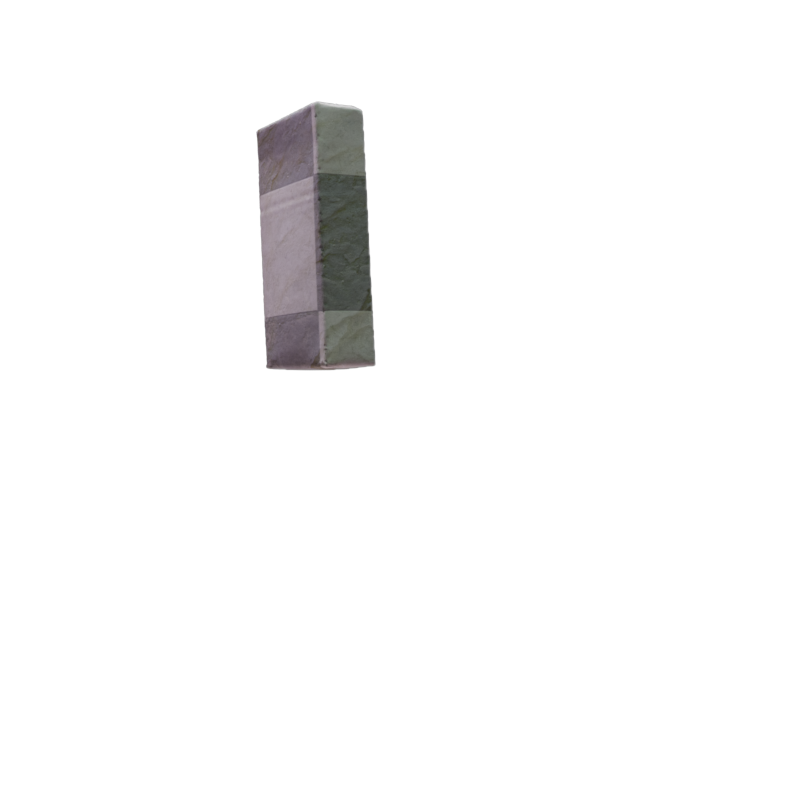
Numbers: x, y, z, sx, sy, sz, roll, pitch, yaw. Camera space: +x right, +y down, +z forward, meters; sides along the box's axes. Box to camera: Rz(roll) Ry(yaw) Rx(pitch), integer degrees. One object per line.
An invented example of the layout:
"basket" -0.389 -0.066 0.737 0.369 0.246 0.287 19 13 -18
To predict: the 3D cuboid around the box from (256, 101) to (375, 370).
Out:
"box" -0.060 -0.110 0.767 0.046 0.179 0.095 4 -7 -32
